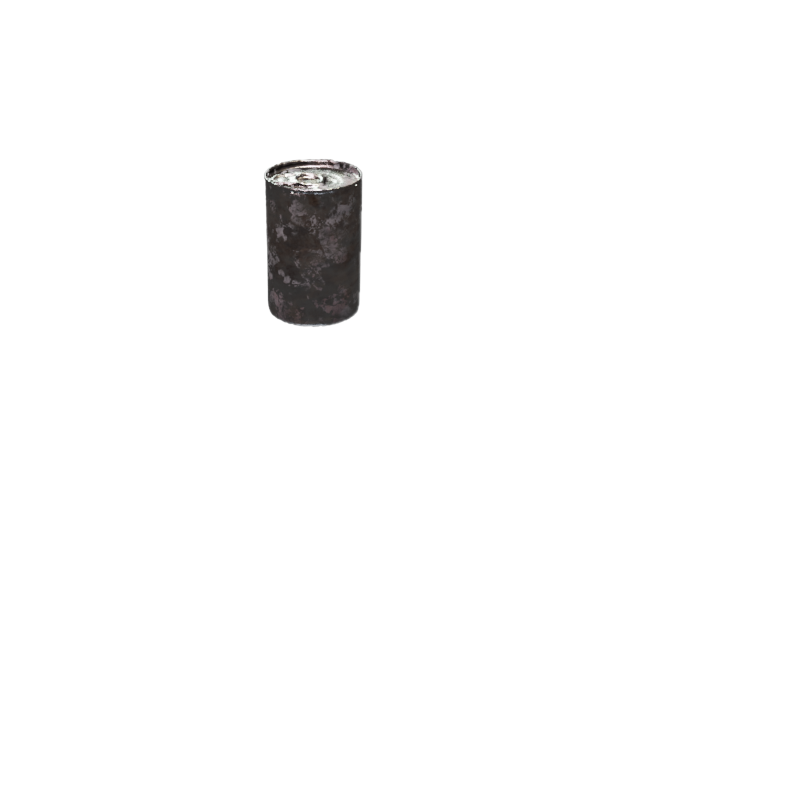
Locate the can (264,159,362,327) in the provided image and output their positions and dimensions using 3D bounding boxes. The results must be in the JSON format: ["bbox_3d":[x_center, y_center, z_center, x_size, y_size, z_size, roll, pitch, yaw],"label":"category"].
[{"bbox_3d":[-0.061,-0.111,0.780,0.068,0.097,0.072,0,25,-2],"label":"can"}]
